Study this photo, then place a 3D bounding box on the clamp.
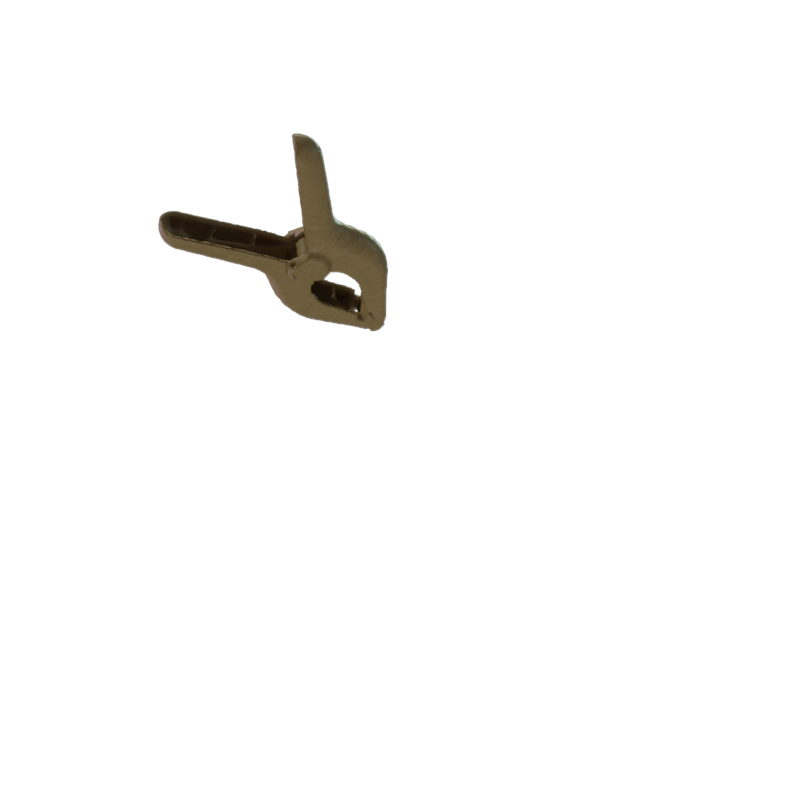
[{"bbox_3d":[-0.056,-0.102,0.716,0.120,0.042,0.160,-28,-42,36],"label":"clamp"}]
